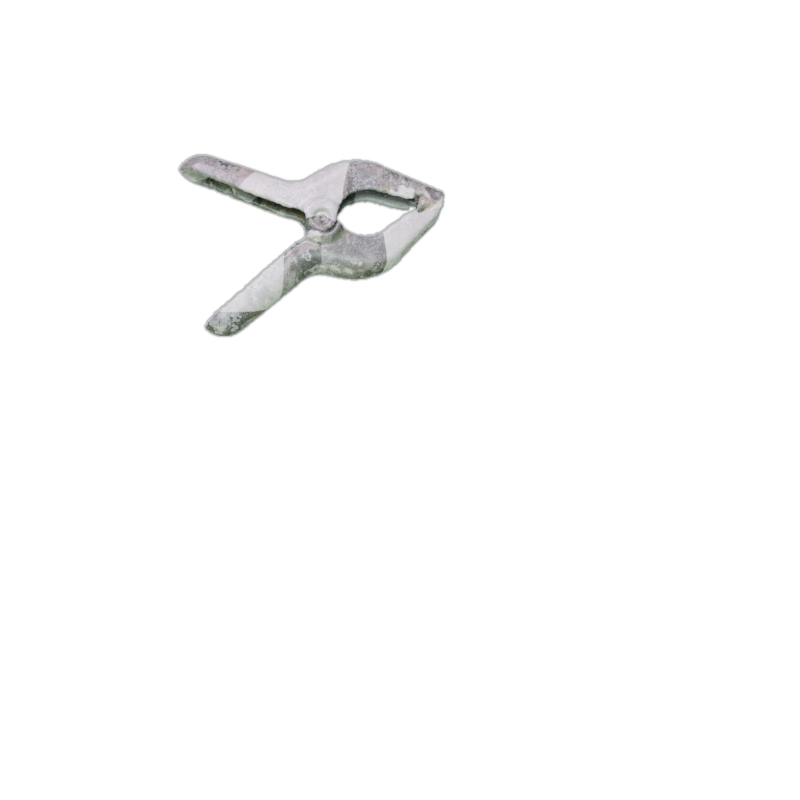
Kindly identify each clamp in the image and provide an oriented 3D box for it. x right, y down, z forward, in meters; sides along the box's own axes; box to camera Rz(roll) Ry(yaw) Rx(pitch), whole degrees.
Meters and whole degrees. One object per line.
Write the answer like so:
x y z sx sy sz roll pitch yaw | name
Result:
-0.056 -0.102 0.715 0.171 0.123 0.038 -2 -10 -1 | clamp
